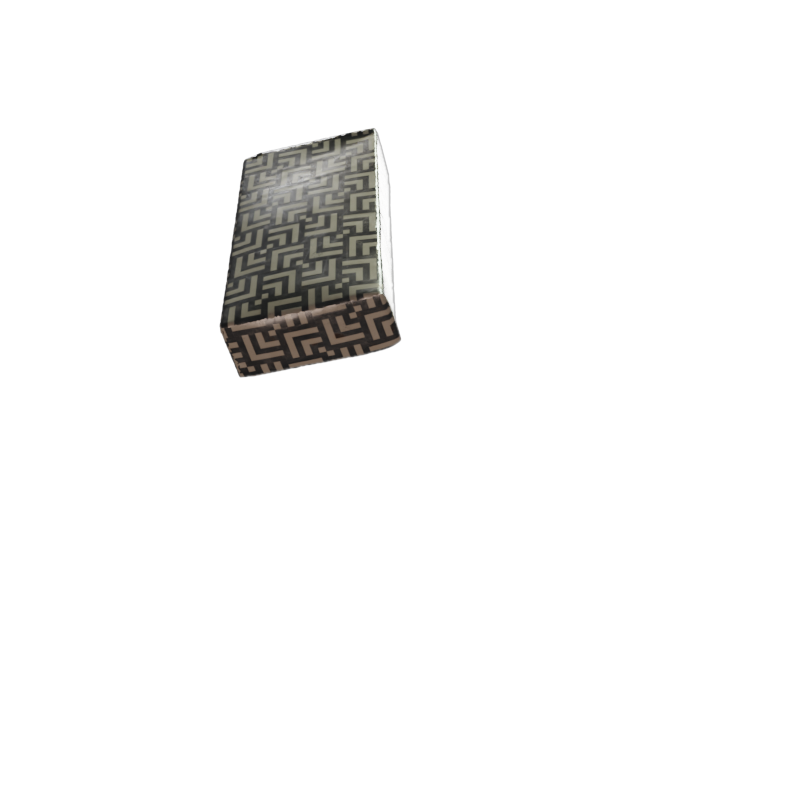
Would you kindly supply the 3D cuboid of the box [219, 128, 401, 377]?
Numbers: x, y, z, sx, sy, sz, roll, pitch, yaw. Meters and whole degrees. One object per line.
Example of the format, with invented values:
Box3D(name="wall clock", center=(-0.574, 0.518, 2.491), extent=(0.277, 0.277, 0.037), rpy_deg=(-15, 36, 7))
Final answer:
Box3D(name="box", center=(-0.052, -0.095, 0.661), extent=(0.094, 0.044, 0.189), rpy_deg=(-12, 42, 7))
